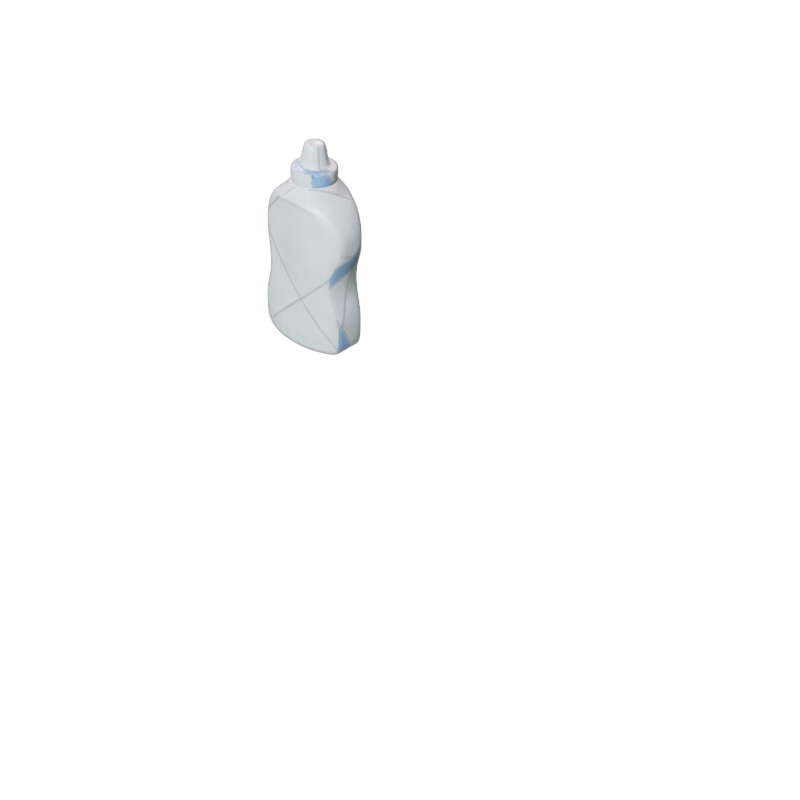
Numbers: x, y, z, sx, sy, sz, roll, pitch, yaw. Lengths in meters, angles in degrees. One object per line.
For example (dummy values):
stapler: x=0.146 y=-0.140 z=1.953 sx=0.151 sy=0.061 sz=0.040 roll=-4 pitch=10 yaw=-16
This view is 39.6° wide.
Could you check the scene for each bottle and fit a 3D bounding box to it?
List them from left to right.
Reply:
bottle: x=-0.076 y=-0.140 z=0.980 sx=0.058 sy=0.180 sz=0.103 roll=-25 pitch=42 yaw=-36
